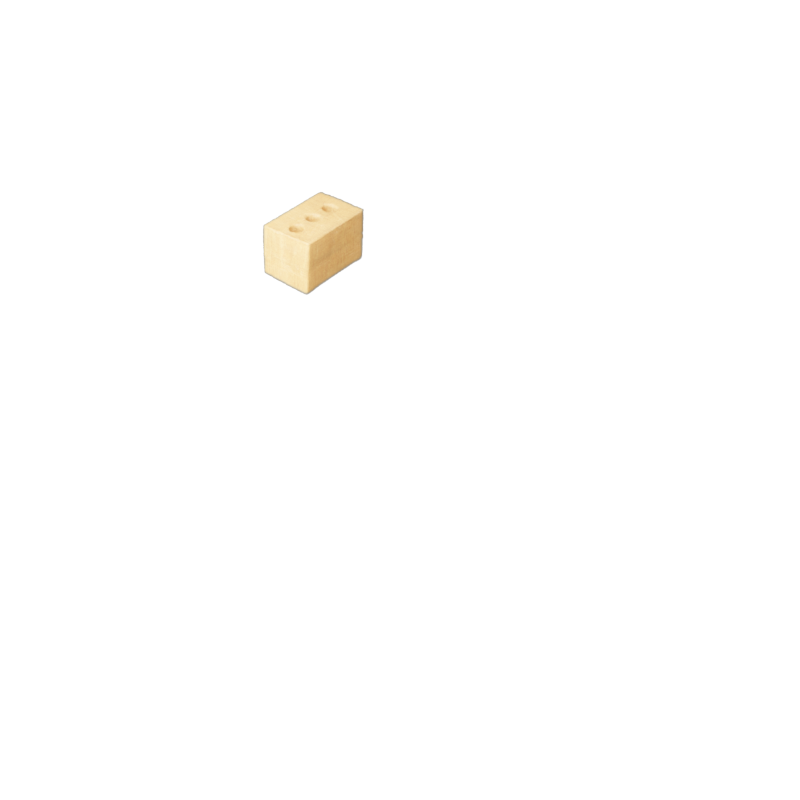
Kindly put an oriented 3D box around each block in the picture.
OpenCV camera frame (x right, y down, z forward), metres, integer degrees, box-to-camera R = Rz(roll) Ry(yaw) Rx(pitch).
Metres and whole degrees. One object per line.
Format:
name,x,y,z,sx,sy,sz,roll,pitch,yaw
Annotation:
block,-0.076,-0.138,0.970,0.056,0.048,0.079,25,44,28
